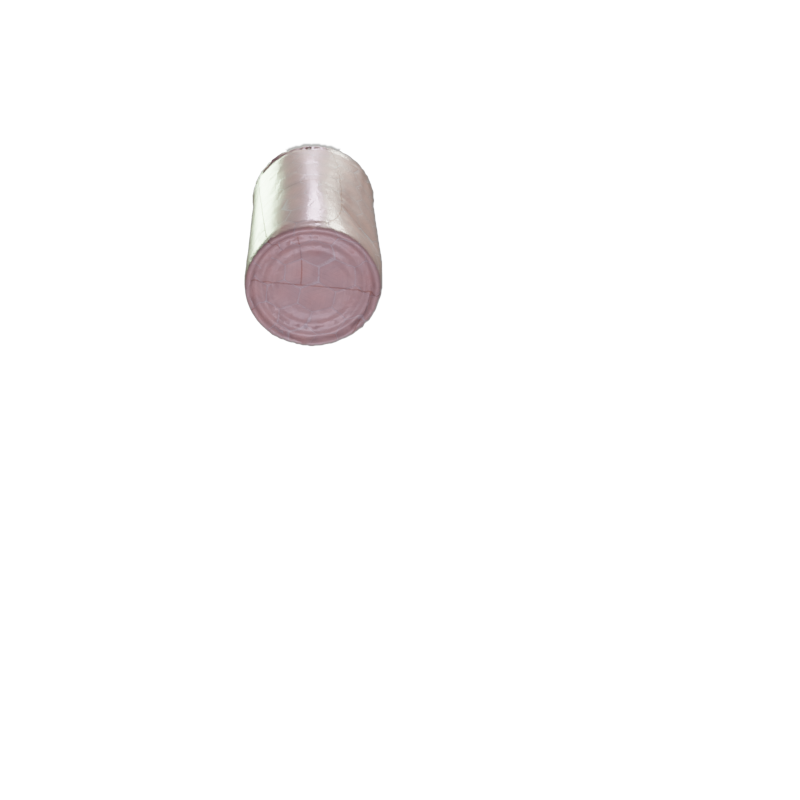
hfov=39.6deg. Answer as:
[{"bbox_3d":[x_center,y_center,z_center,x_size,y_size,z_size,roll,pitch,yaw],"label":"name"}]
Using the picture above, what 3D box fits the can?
[{"bbox_3d":[-0.045,-0.082,0.576,0.068,0.064,0.109,-1,32,-3],"label":"can"}]
